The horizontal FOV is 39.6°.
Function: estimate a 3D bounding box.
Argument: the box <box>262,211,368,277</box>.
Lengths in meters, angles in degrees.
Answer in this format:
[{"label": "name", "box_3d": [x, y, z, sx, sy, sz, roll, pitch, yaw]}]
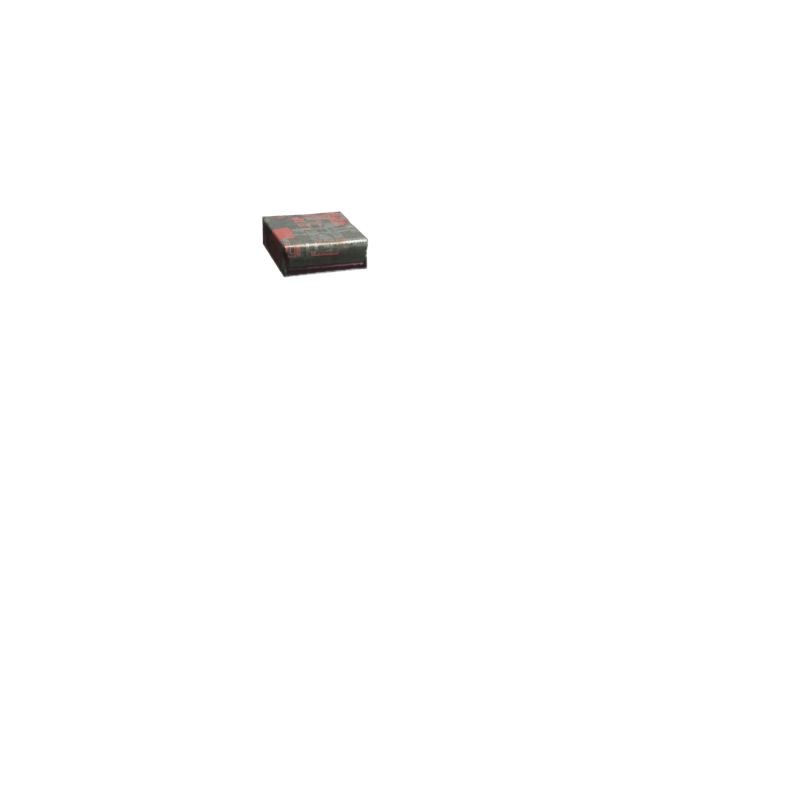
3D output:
[{"label": "box", "box_3d": [-0.075, -0.136, 0.953, 0.072, 0.029, 0.095, -7, 25, -15]}]
